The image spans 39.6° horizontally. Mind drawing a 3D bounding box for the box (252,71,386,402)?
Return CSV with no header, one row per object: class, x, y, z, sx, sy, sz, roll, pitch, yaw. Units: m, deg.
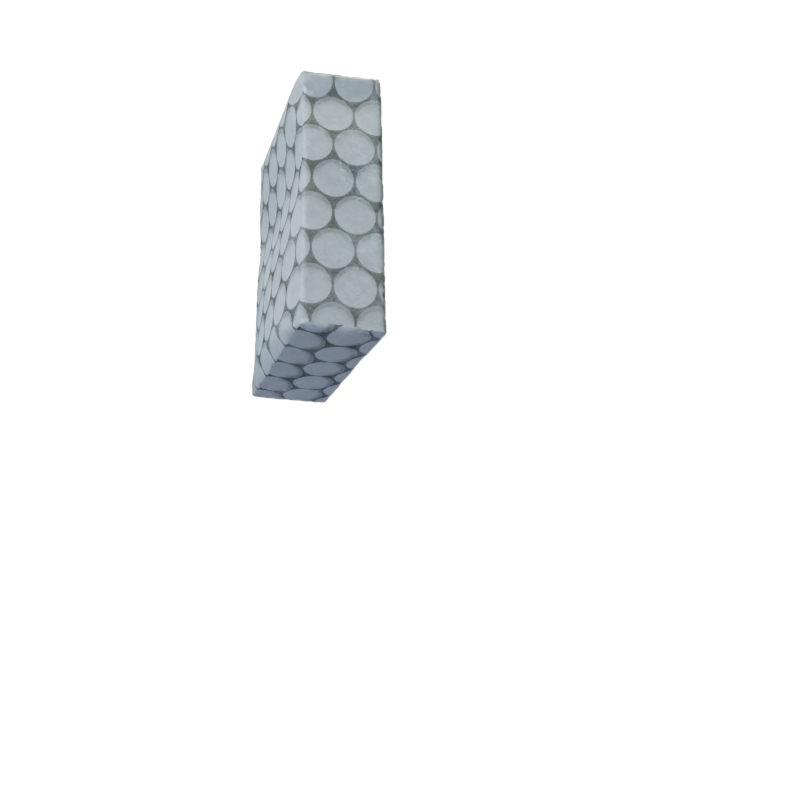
box,-0.068,-0.125,0.873,0.070,0.225,0.159,6,-23,-17
